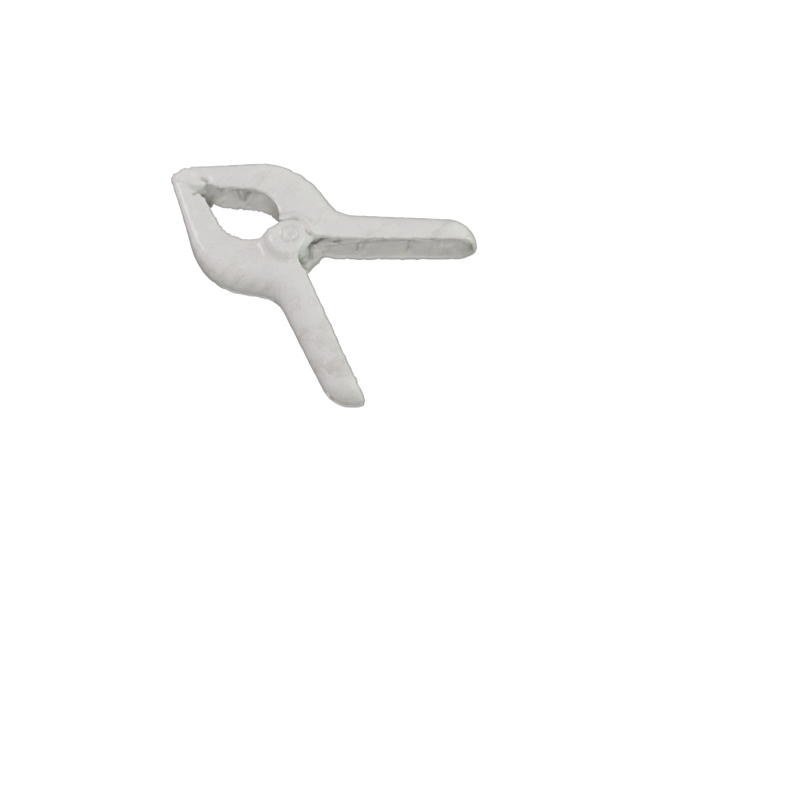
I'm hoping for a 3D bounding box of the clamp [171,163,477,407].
[{"bbox_3d":[-0.048,-0.087,0.608,0.181,0.121,0.037,40,-24,21],"label":"clamp"}]
